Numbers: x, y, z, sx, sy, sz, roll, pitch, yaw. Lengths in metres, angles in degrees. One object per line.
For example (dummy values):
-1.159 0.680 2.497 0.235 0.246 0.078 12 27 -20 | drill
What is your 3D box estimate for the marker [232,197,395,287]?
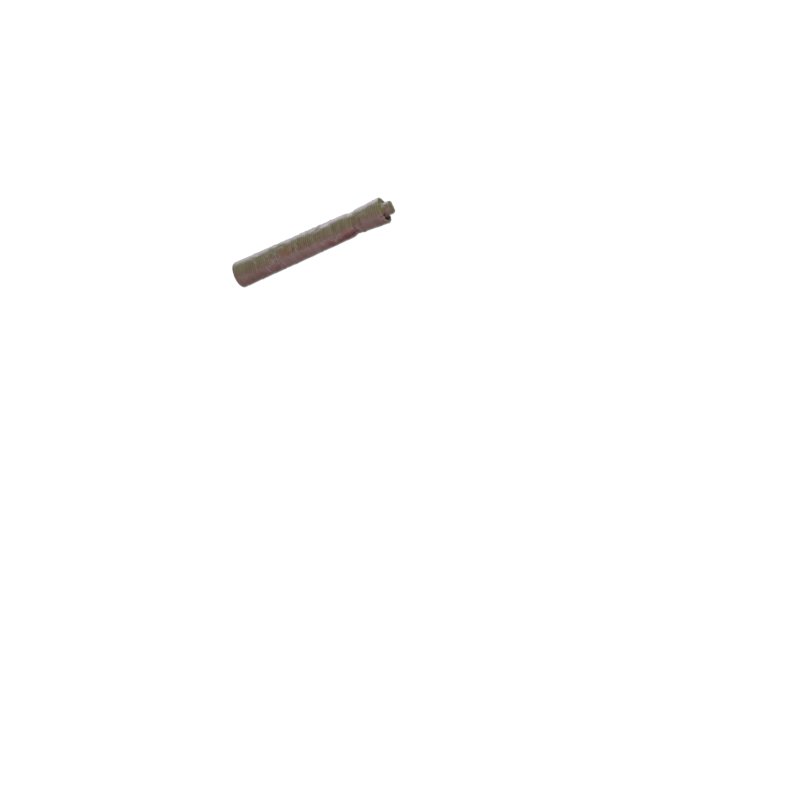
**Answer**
-0.059 -0.107 0.750 0.121 0.020 0.019 -21 -4 20 | marker
